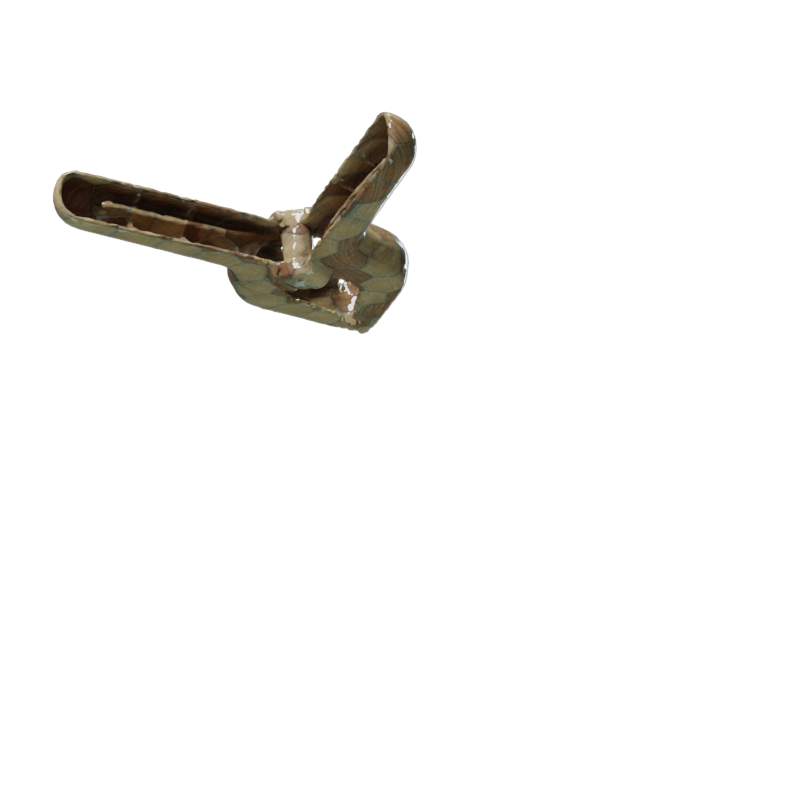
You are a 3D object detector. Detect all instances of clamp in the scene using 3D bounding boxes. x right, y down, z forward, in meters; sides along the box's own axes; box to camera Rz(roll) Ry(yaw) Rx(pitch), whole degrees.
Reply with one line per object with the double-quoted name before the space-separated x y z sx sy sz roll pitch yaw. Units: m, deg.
"clamp" -0.043 -0.078 0.543 0.168 0.038 0.197 -7 -17 23
